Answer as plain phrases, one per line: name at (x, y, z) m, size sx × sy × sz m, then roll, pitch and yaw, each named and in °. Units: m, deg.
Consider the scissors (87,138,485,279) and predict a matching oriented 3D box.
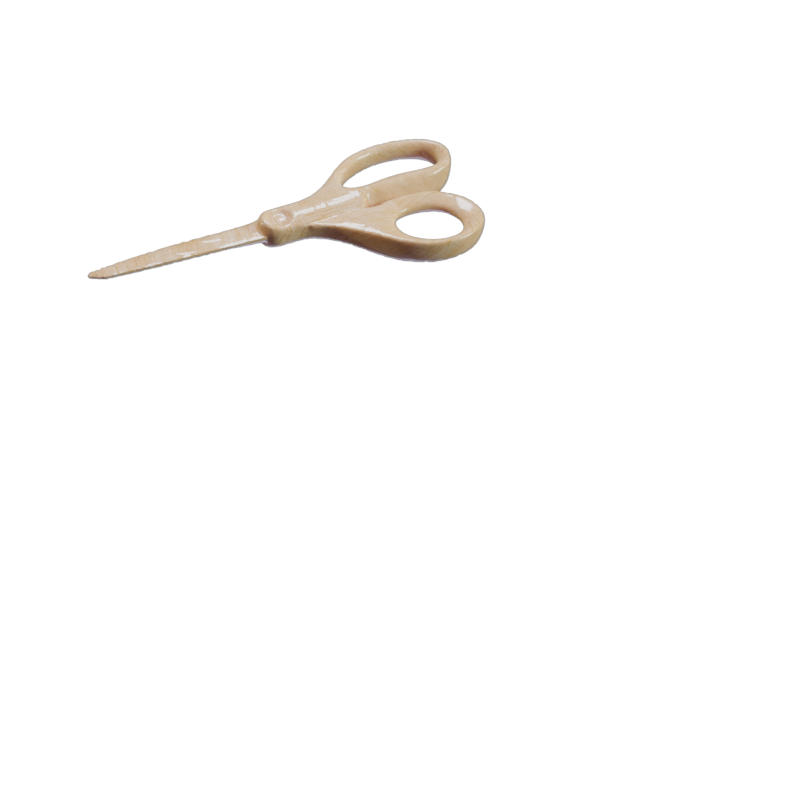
scissors at (-0.043, -0.078, 0.548) m, size 0.202 × 0.015 × 0.103 m, roll -31°, pitch 53°, yaw -27°
